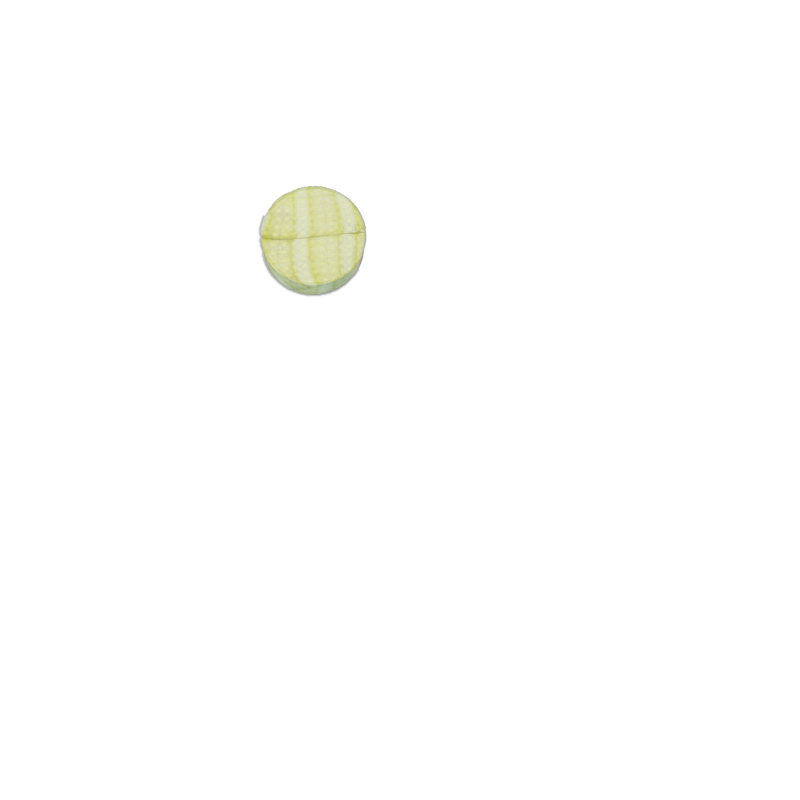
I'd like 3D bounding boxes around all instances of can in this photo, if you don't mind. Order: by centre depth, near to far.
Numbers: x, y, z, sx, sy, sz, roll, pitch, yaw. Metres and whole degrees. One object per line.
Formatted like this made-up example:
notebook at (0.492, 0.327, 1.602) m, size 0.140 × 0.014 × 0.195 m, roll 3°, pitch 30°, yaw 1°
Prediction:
can at (-0.071, -0.130, 0.909) m, size 0.086 × 0.090 × 0.032 m, roll -1°, pitch -20°, yaw -1°
